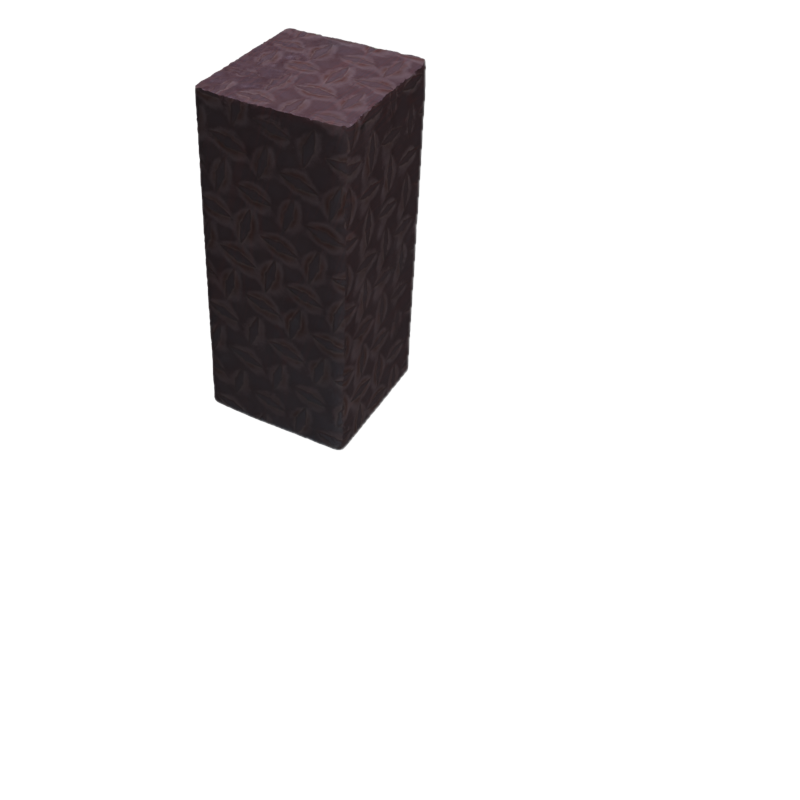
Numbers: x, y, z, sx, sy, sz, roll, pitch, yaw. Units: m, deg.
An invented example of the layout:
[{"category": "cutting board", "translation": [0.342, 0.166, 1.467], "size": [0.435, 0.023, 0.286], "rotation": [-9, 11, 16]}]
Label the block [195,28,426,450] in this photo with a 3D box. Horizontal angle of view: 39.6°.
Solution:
[{"category": "block", "translation": [-0.048, -0.088, 0.616], "size": [0.094, 0.193, 0.093], "rotation": [19, 39, 22]}]
